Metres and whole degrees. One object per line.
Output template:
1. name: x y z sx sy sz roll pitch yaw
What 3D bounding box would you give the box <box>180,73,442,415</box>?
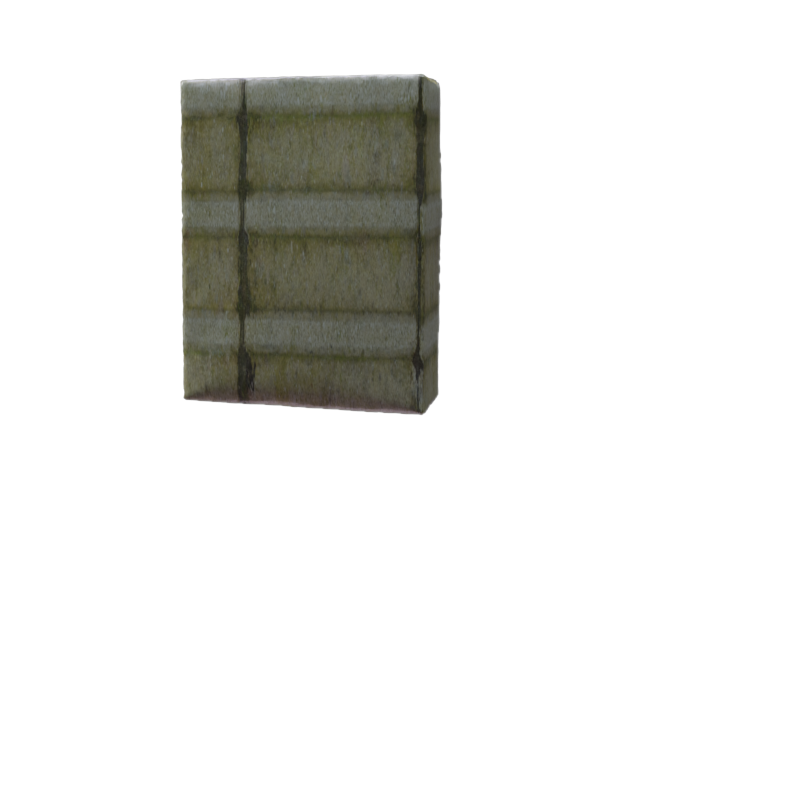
1. box: -0.058 -0.105 0.736 0.167 0.211 0.071 2 5 14
